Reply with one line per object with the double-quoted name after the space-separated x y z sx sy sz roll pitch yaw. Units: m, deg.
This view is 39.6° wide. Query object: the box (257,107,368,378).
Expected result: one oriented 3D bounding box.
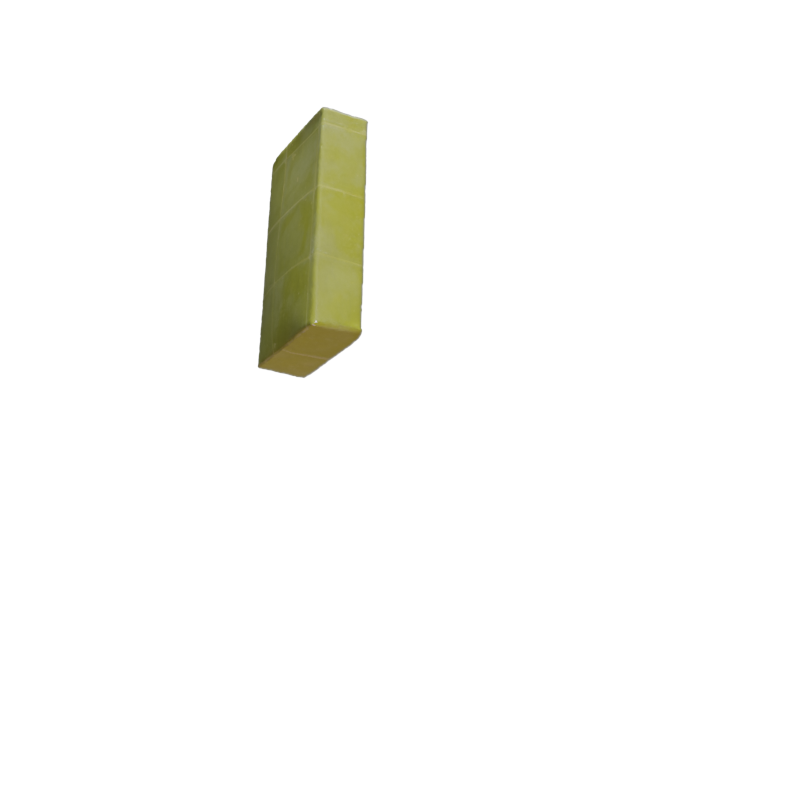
-0.064 -0.116 0.809 0.046 0.187 0.092 13 -29 -28 "box"
